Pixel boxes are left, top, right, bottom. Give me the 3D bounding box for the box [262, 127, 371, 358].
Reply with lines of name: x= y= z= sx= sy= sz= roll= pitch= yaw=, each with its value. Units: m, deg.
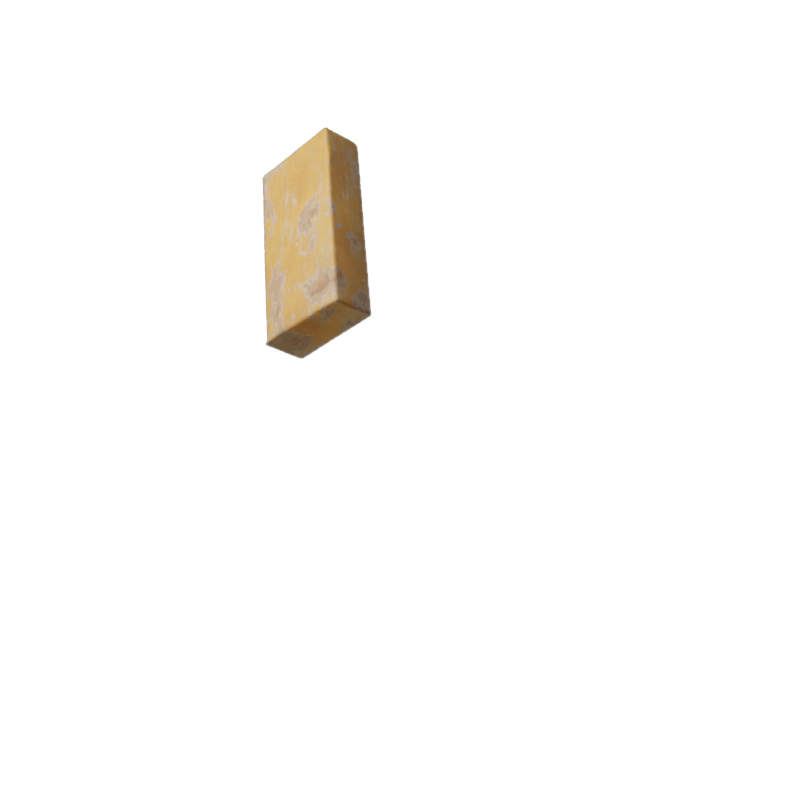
box: x=-0.073 y=-0.134 z=0.939 sx=0.045 sy=0.188 sz=0.093 roll=25 pitch=-41 yaw=-36
